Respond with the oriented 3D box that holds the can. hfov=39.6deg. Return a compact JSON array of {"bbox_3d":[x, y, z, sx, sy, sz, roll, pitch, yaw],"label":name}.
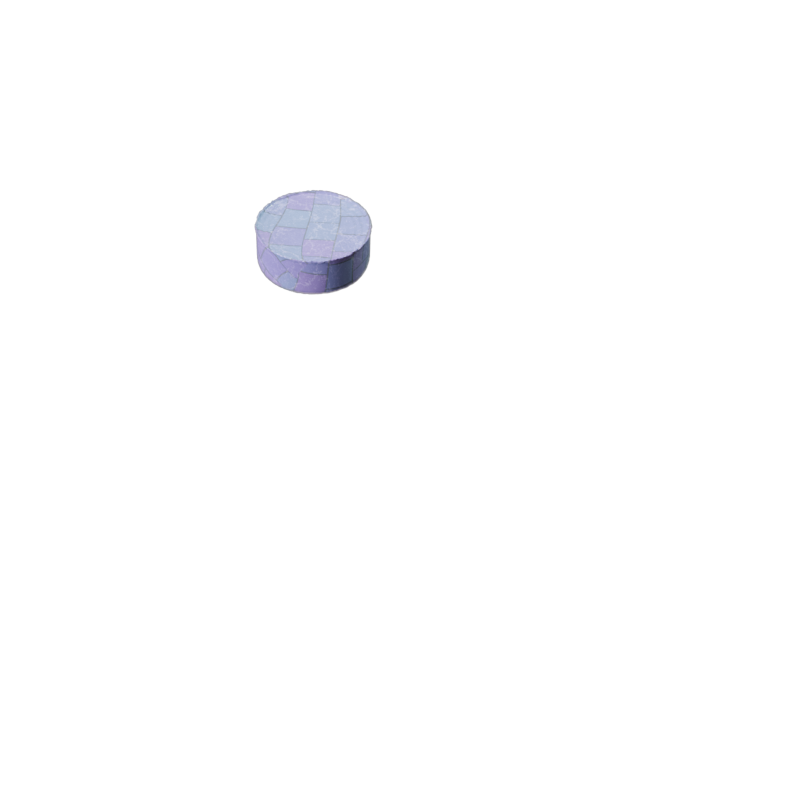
[{"bbox_3d":[-0.064,-0.117,0.819,0.086,0.031,0.092,-1,43,-2],"label":"can"}]
